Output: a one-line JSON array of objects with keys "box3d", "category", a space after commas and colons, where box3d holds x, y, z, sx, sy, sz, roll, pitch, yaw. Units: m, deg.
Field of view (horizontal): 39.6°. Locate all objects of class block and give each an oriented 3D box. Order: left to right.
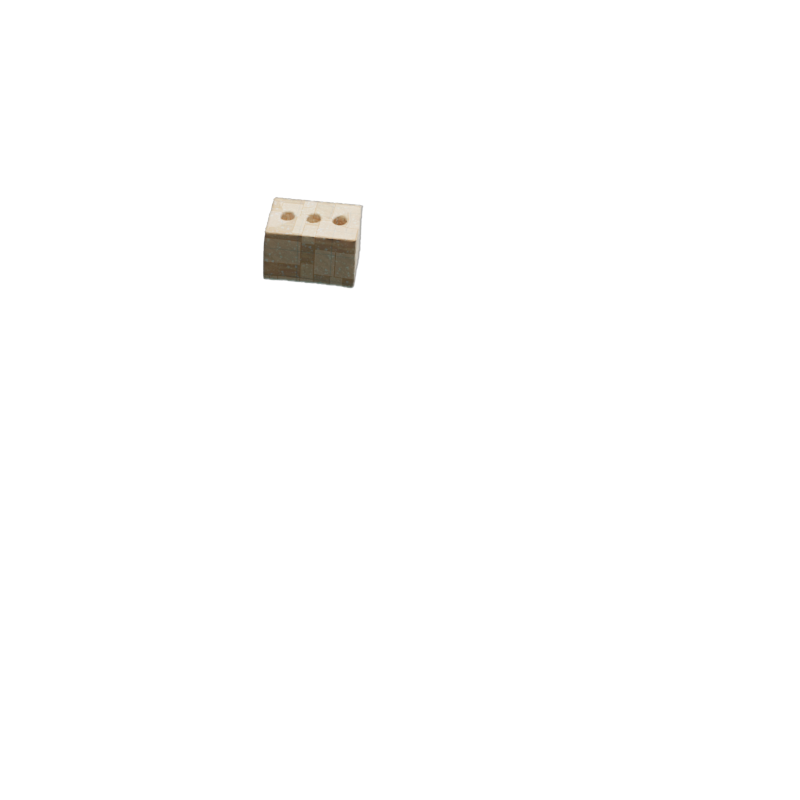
[{"box3d": [-0.073, -0.132, 0.927, 0.079, 0.048, 0.056, 5, 42, 5], "category": "block"}]
